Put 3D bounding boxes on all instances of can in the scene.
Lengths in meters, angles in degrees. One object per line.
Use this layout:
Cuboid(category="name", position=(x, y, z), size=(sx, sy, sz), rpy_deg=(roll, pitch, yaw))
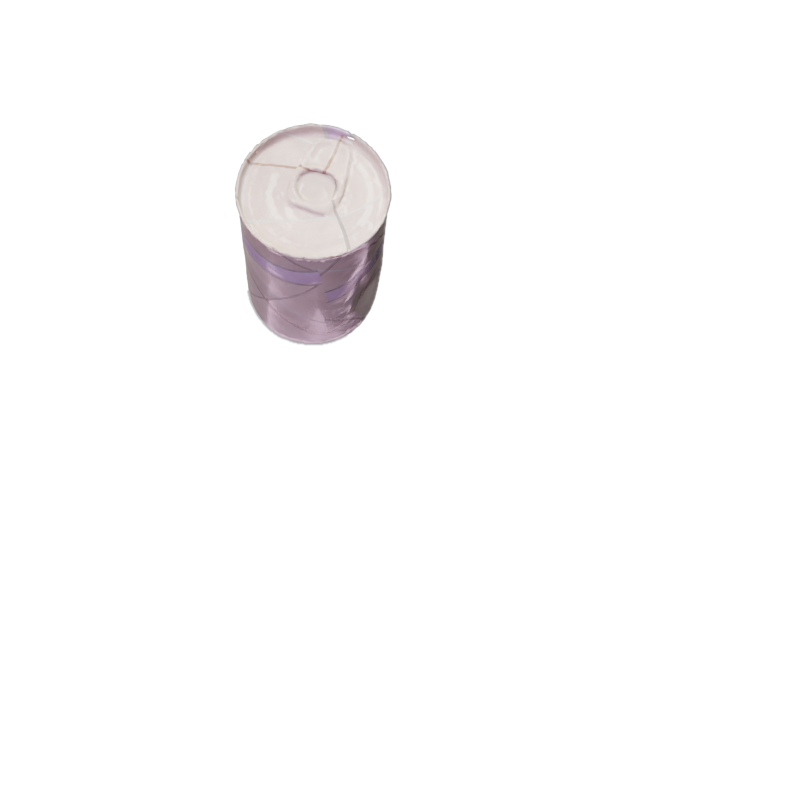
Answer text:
Cuboid(category="can", position=(-0.041, -0.075, 0.525), size=(0.068, 0.072, 0.097), rpy_deg=(0, -22, -3))
